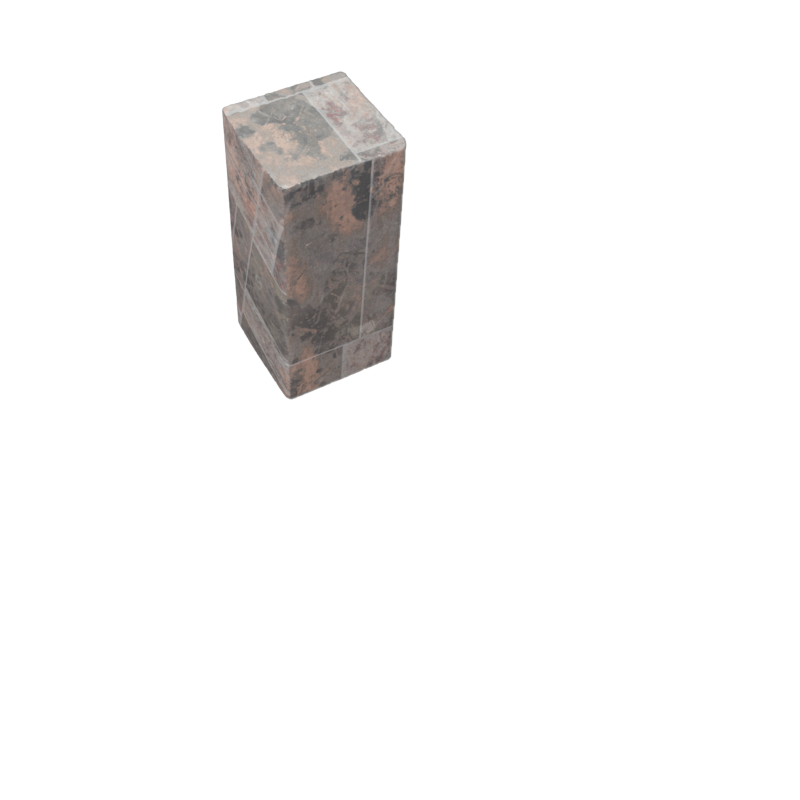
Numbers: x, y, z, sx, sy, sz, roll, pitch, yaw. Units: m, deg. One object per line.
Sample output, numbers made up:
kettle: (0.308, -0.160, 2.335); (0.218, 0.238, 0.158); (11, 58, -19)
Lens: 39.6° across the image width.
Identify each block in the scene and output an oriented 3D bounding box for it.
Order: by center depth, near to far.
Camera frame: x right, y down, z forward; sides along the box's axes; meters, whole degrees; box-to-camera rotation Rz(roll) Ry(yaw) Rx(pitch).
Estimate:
block: (-0.060, -0.109, 0.764); (0.090, 0.097, 0.192); (-21, -37, -20)
